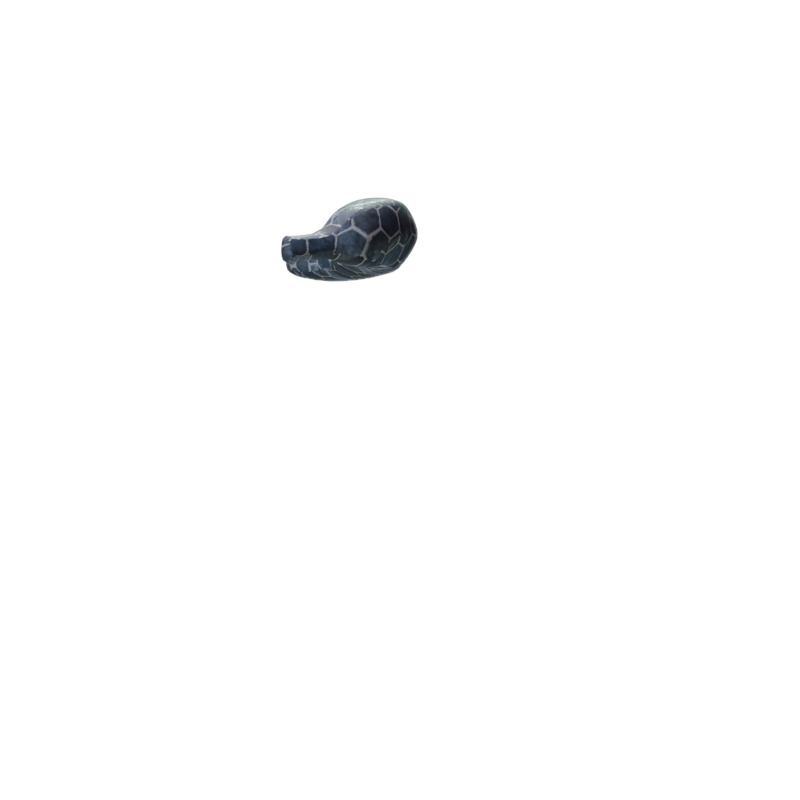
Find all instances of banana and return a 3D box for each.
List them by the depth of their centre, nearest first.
[{"bbox_3d":[-0.028,-0.085,0.591,0.069,0.037,0.198,0,3,-4],"label":"banana"}]
